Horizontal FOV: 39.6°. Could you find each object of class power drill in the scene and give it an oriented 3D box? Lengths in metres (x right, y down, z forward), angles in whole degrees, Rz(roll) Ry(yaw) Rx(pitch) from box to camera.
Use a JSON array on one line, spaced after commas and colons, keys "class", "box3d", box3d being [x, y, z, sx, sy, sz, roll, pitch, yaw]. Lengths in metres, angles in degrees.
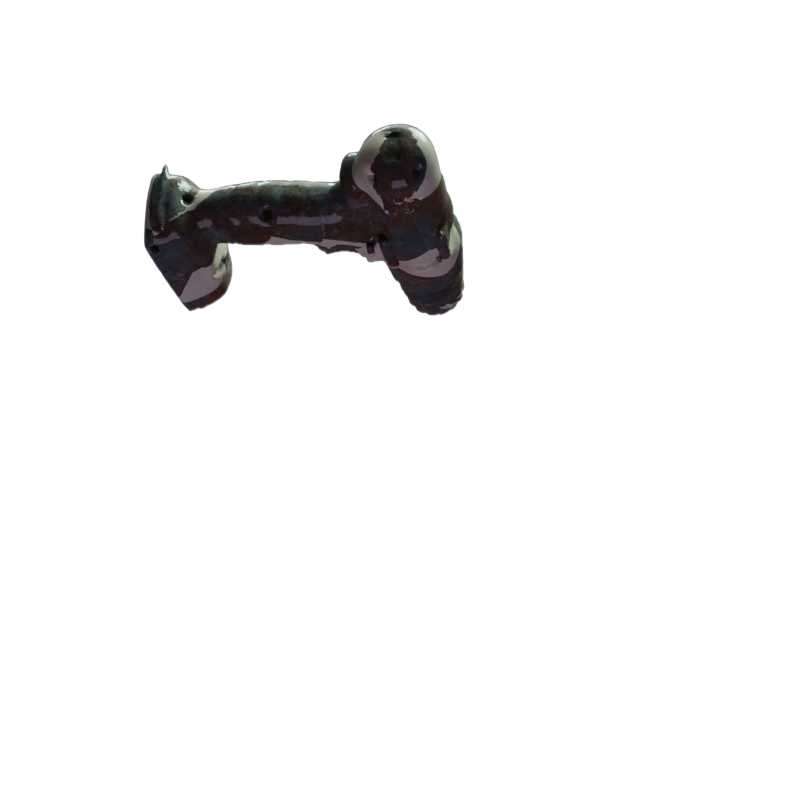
[{"class": "power drill", "box3d": [-0.055, -0.101, 0.706, 0.190, 0.061, 0.171, -6, -28, 10]}]
